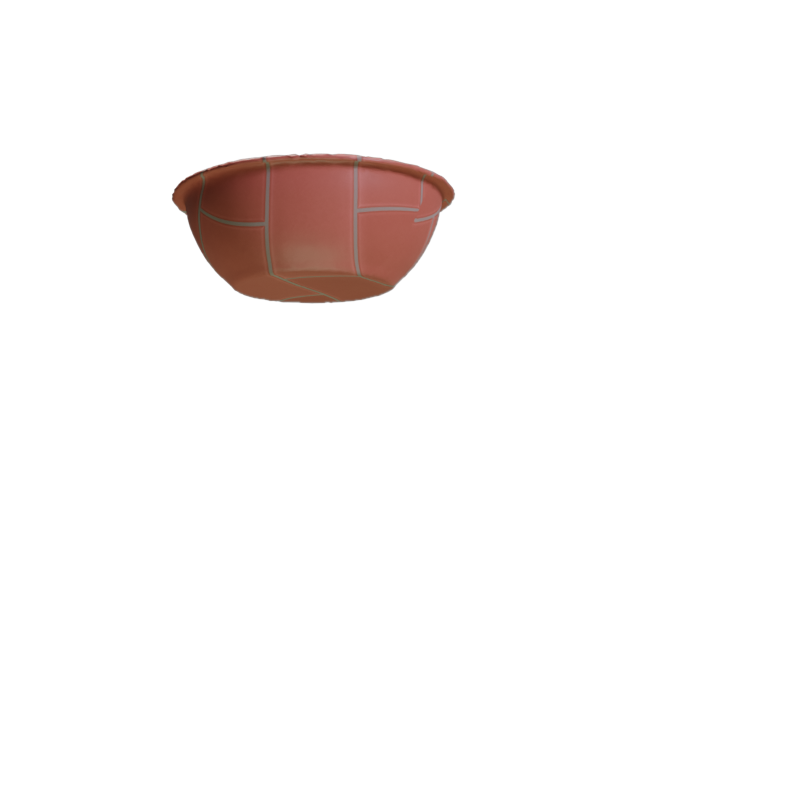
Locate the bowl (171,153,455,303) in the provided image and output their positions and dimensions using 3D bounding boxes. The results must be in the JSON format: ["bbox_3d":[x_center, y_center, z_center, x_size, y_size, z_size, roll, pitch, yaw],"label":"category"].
[{"bbox_3d":[-0.049,-0.090,0.632,0.162,0.056,0.158,0,-7,-2],"label":"bowl"}]
